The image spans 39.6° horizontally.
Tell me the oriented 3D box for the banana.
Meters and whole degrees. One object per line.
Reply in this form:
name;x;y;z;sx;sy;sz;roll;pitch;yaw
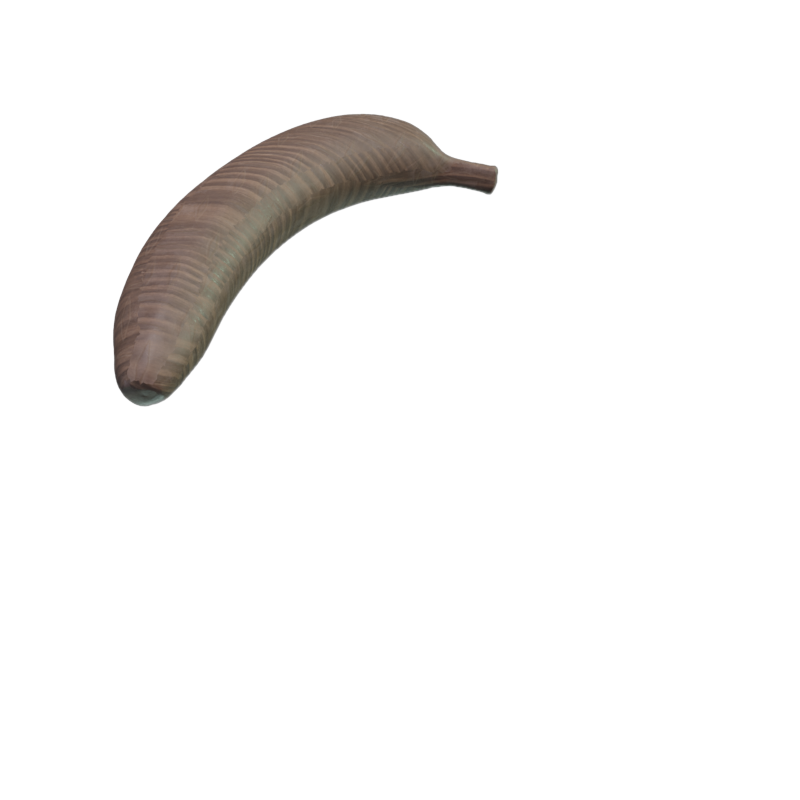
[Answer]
banana;-0.043;-0.067;0.413;0.074;0.034;0.199;27;46;29
